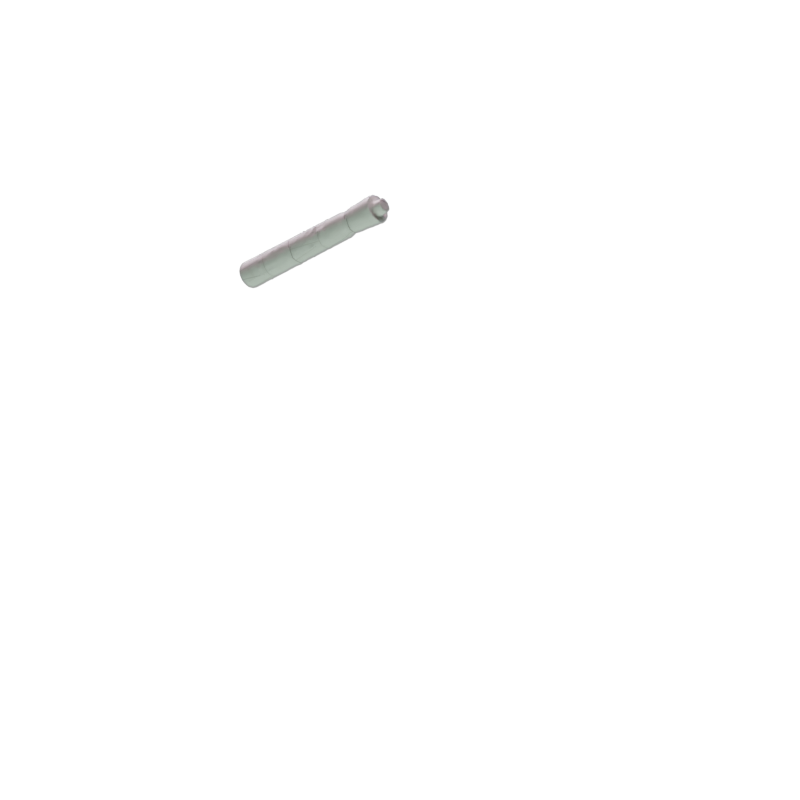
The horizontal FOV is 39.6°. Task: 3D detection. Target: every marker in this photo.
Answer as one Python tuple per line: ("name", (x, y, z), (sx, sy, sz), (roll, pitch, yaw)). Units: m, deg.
("marker", (-0.055, -0.101, 0.709), (0.122, 0.020, 0.019), (-21, -10, 36))
